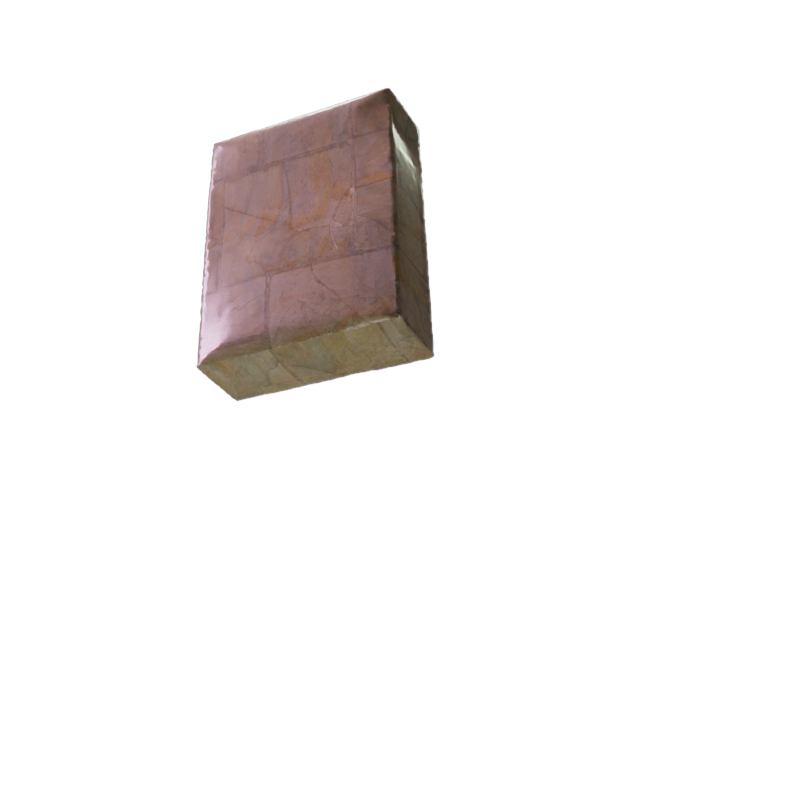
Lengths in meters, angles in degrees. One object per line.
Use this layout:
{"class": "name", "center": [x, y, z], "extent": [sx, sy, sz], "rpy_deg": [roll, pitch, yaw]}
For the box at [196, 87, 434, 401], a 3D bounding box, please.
{"class": "box", "center": [-0.067, -0.122, 0.853], "extent": [0.166, 0.228, 0.066], "rpy_deg": [-14, -33, 20]}
